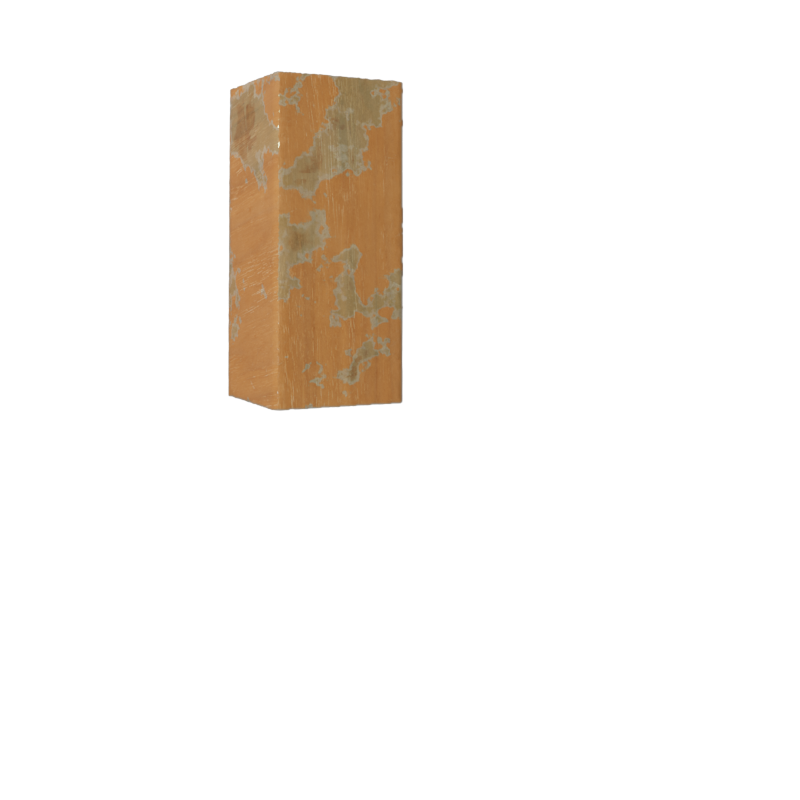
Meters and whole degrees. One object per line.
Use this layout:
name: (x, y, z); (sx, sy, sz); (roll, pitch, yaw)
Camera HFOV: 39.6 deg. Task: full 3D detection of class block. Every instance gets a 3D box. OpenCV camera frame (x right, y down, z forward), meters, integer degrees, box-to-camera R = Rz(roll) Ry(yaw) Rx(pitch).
block: (-0.057, -0.104, 0.728); (0.088, 0.206, 0.093); (0, 0, -27)
